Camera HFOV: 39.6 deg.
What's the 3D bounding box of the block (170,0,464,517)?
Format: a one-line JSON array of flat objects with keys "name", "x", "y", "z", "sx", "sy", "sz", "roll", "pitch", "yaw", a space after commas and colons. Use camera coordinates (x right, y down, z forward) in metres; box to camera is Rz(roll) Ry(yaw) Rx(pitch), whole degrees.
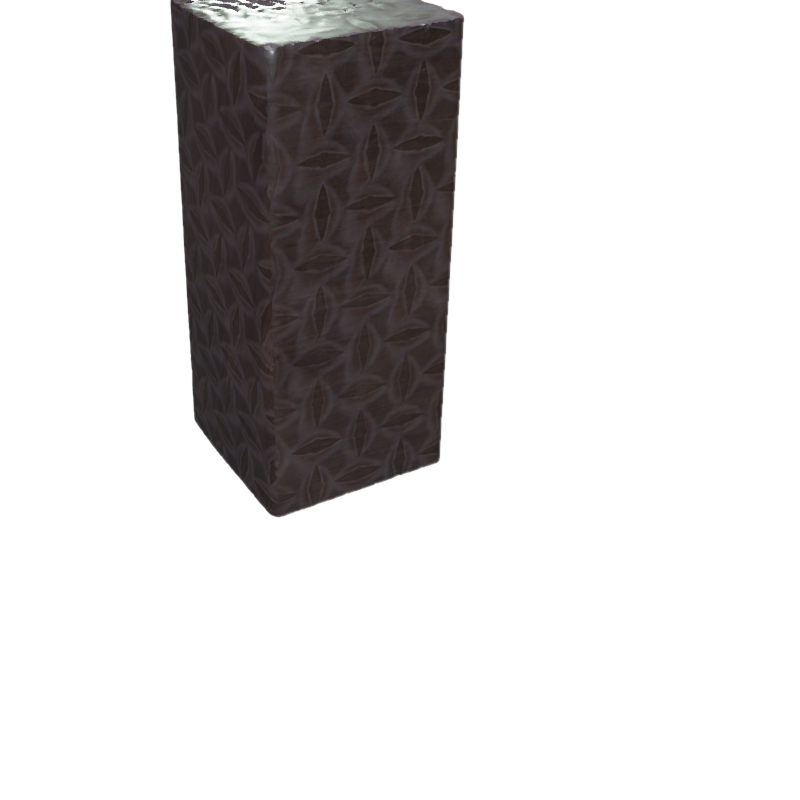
[{"name": "block", "x": -0.037, "y": -0.068, "z": 0.480, "sx": 0.089, "sy": 0.195, "sz": 0.097, "roll": -14, "pitch": 31, "yaw": -28}]
